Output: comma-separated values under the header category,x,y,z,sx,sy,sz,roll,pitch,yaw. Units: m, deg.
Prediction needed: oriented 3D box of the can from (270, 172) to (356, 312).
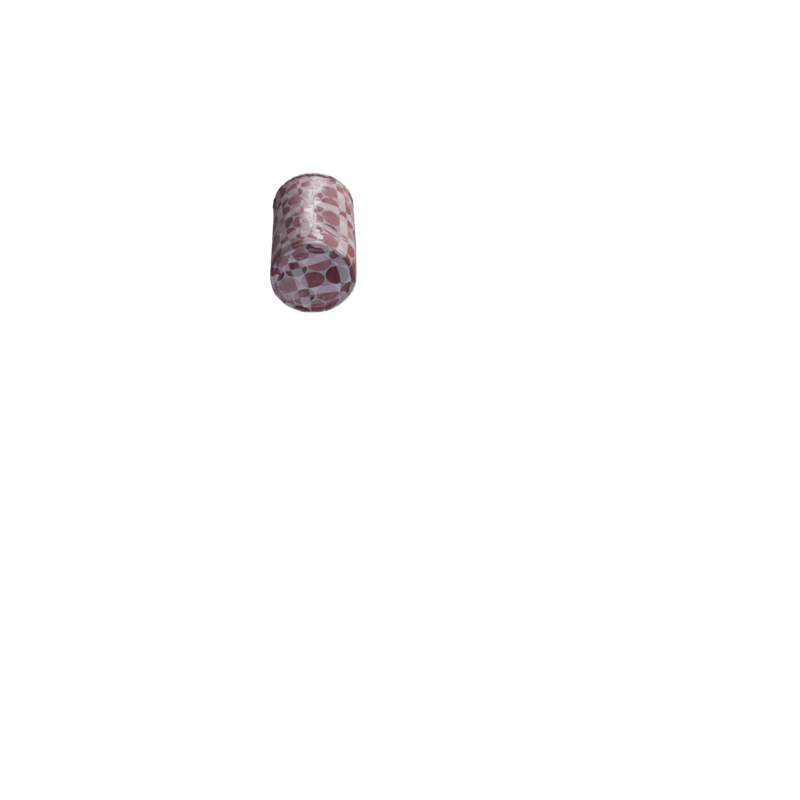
category,x,y,z,sx,sy,sz,roll,pitch,yaw
can,-0.069,-0.126,0.885,0.068,0.064,0.110,-1,39,-3
